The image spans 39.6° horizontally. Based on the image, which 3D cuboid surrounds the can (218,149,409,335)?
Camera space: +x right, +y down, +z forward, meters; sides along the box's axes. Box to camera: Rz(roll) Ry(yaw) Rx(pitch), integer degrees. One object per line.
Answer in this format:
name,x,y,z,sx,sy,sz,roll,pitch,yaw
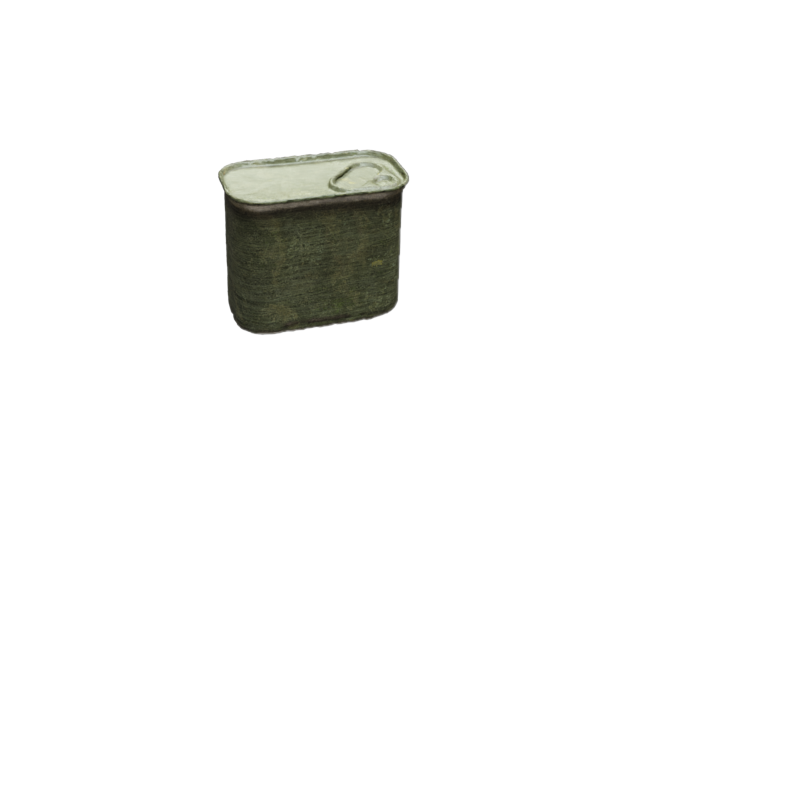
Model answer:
can,-0.049,-0.089,0.624,0.100,0.079,0.062,-8,31,-15
